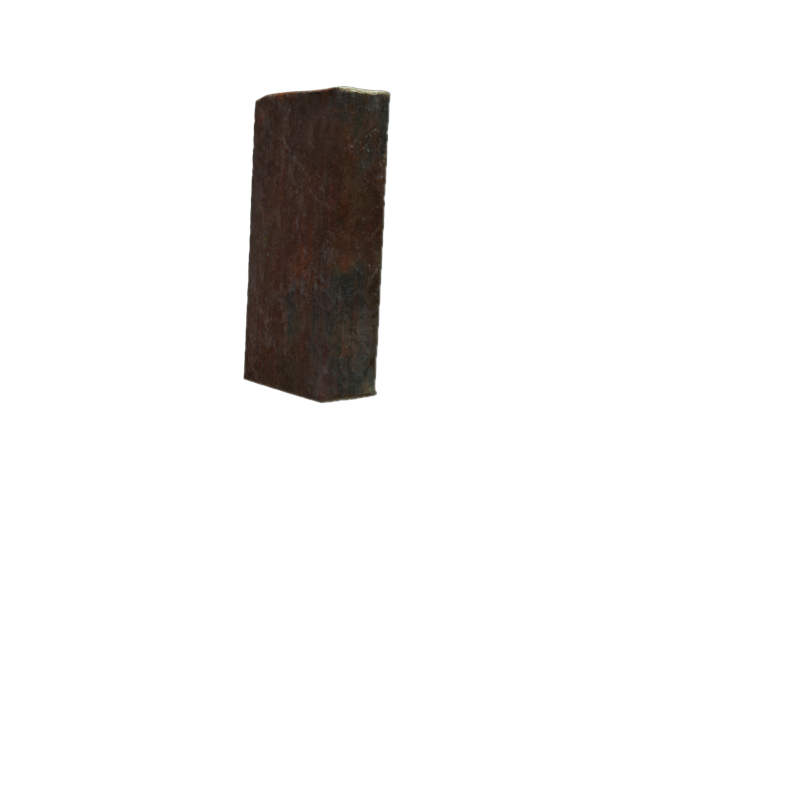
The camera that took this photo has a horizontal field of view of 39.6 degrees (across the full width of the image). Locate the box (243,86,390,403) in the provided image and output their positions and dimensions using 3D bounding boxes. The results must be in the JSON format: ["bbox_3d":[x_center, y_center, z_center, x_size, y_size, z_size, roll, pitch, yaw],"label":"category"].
[{"bbox_3d":[-0.052,-0.093,0.655,0.046,0.175,0.097,-2,5,-36],"label":"box"}]
